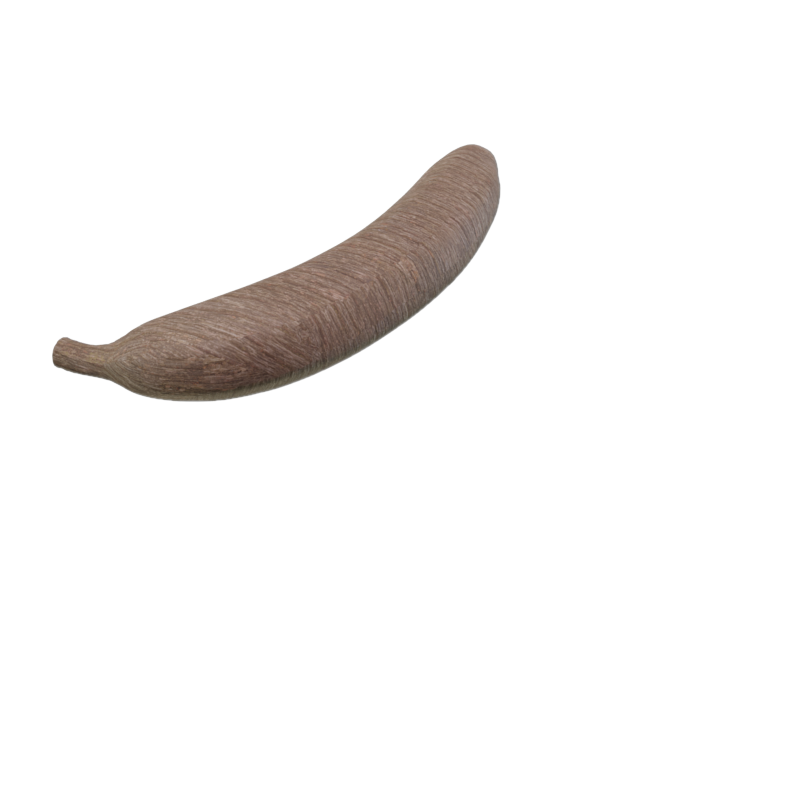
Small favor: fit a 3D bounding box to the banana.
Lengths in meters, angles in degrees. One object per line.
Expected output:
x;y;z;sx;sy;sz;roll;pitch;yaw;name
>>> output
-0.024;-0.046;0.402;0.197;0.034;0.075;-28;51;-26;banana
